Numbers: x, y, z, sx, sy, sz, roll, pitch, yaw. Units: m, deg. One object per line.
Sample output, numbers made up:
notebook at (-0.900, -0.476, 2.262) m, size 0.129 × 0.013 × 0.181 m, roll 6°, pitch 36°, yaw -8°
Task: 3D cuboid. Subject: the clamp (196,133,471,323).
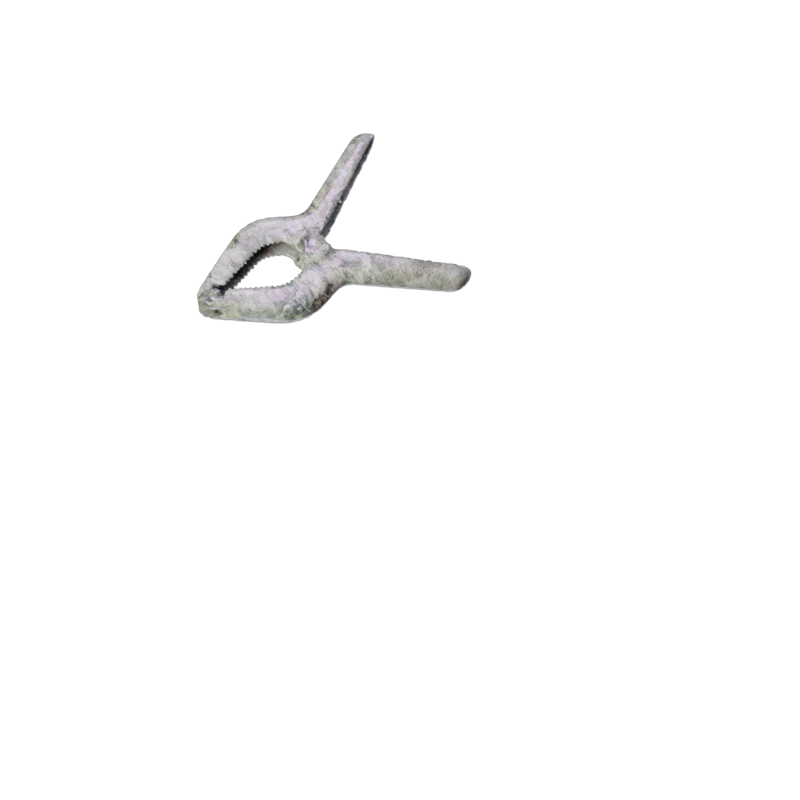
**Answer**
clamp at (-0.070, -0.128, 0.896) m, size 0.209 × 0.176 × 0.034 m, roll -20°, pitch -28°, yaw -11°
